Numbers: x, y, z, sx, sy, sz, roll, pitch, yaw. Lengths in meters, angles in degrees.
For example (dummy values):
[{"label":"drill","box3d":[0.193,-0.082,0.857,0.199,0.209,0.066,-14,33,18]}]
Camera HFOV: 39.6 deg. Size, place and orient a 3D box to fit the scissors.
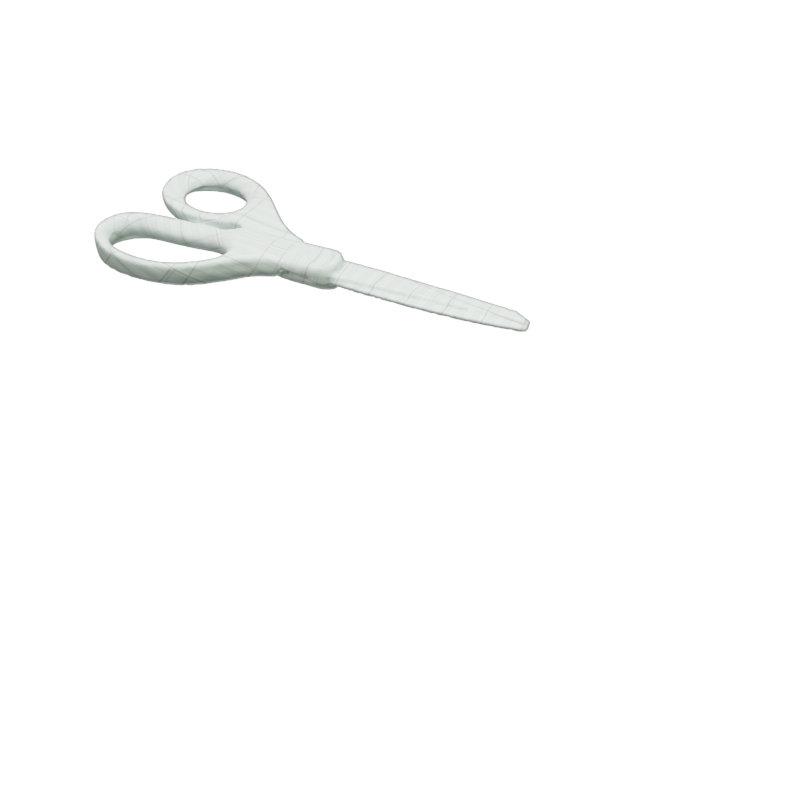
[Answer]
[{"label":"scissors","box3d":[-0.041,-0.074,0.519,0.204,0.015,0.102,7,40,8]}]
